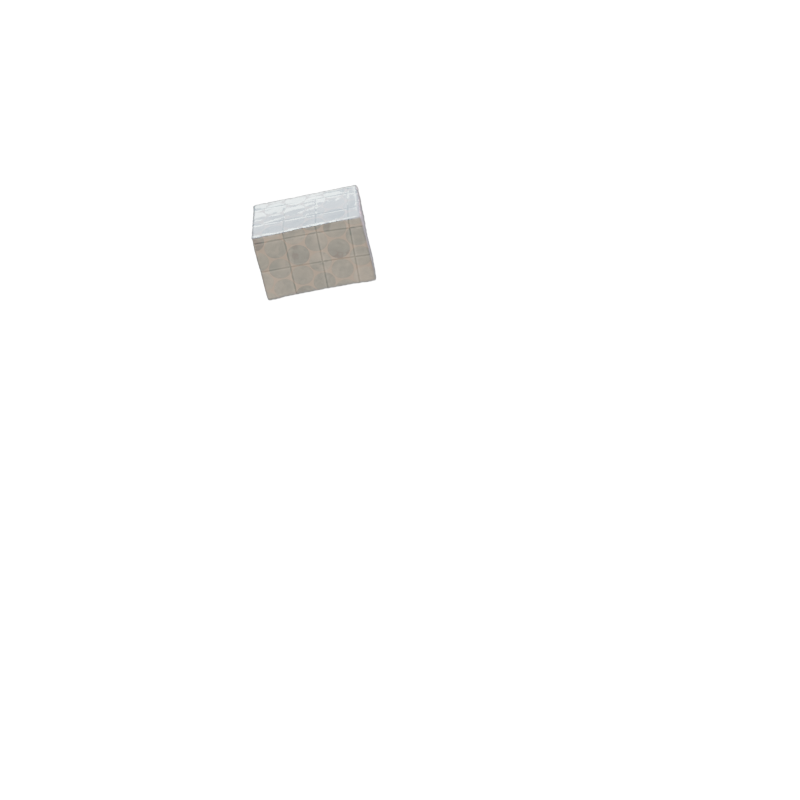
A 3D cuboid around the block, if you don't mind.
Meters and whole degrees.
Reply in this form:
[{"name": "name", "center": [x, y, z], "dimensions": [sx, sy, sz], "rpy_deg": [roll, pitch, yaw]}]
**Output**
[{"name": "block", "center": [-0.060, -0.110, 0.773], "dimensions": [0.078, 0.049, 0.055], "rpy_deg": [-10, 33, 5]}]
